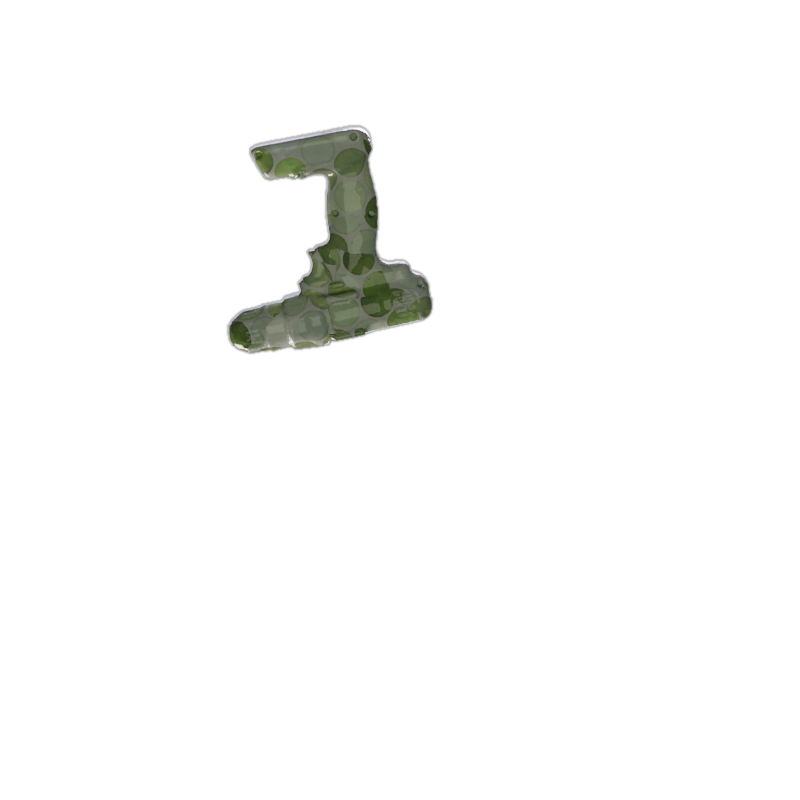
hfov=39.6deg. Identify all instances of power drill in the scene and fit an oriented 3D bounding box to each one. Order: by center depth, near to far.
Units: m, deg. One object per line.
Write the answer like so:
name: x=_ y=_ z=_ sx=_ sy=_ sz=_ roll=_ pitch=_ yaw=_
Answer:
power drill: x=-0.077 y=-0.140 z=0.981 sx=0.184 sy=0.183 sz=0.059 roll=-12 pitch=10 yaw=2
